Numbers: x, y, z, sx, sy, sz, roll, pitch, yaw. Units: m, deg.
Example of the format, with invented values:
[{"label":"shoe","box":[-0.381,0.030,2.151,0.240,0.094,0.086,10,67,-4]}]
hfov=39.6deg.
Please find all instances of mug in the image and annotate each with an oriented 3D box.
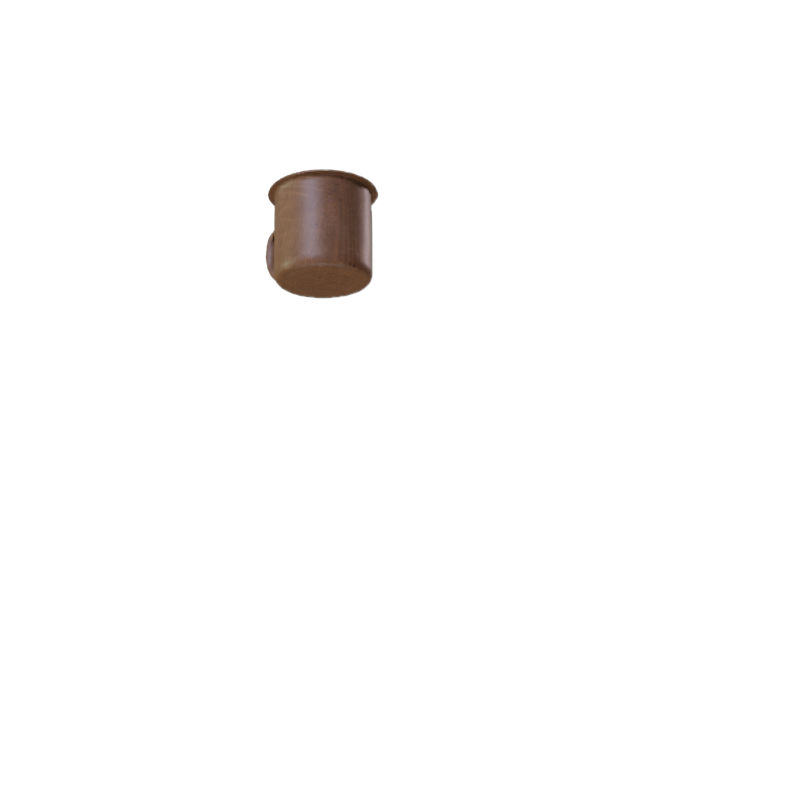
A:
[{"label":"mug","box":[-0.073,-0.133,0.931,0.119,0.086,0.088,-17,-25,41]}]
